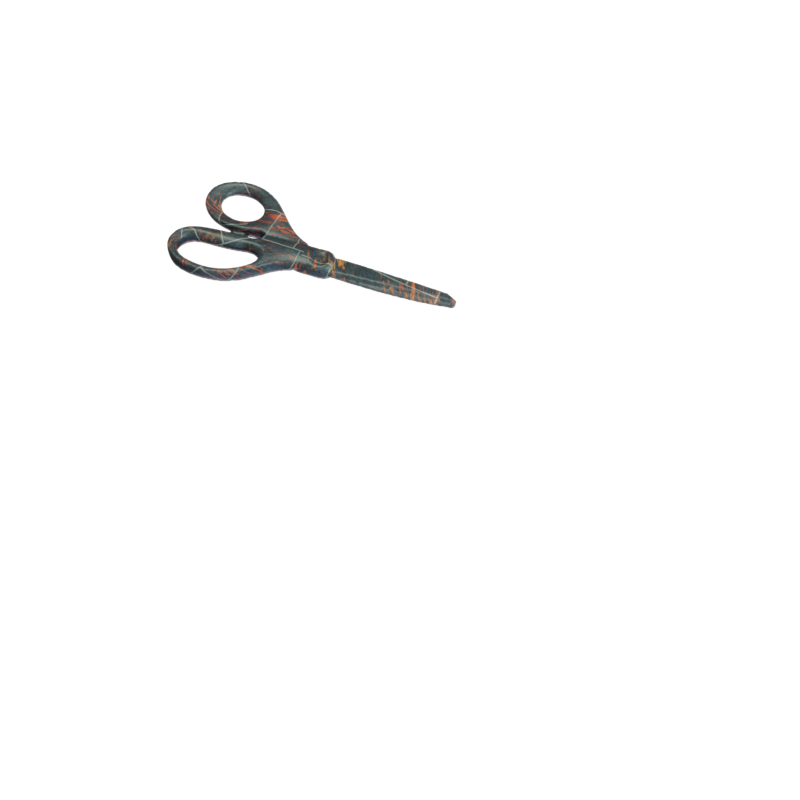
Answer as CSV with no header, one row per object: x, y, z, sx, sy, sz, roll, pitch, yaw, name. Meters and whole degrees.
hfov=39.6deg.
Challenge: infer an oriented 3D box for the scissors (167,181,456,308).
-0.061,-0.111,0.780,0.203,0.102,0.015,4,-37,3,scissors
